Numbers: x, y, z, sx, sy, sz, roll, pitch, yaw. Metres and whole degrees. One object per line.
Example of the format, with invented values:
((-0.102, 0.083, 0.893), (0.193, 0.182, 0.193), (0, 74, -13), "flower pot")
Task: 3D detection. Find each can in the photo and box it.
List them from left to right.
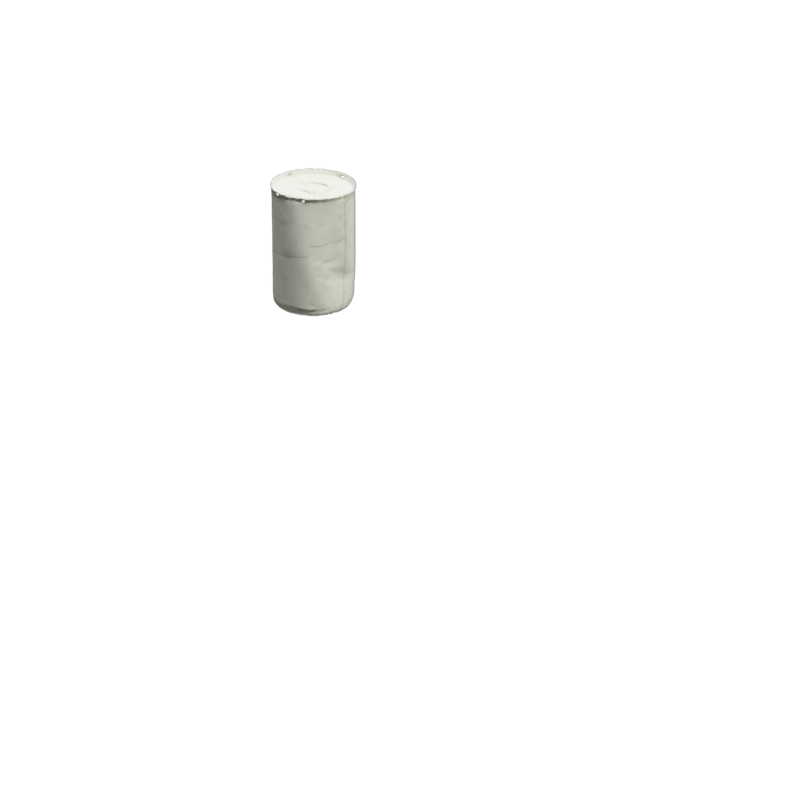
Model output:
((-0.070, -0.127, 0.892), (0.068, 0.097, 0.072), (0, 27, -2), "can")
